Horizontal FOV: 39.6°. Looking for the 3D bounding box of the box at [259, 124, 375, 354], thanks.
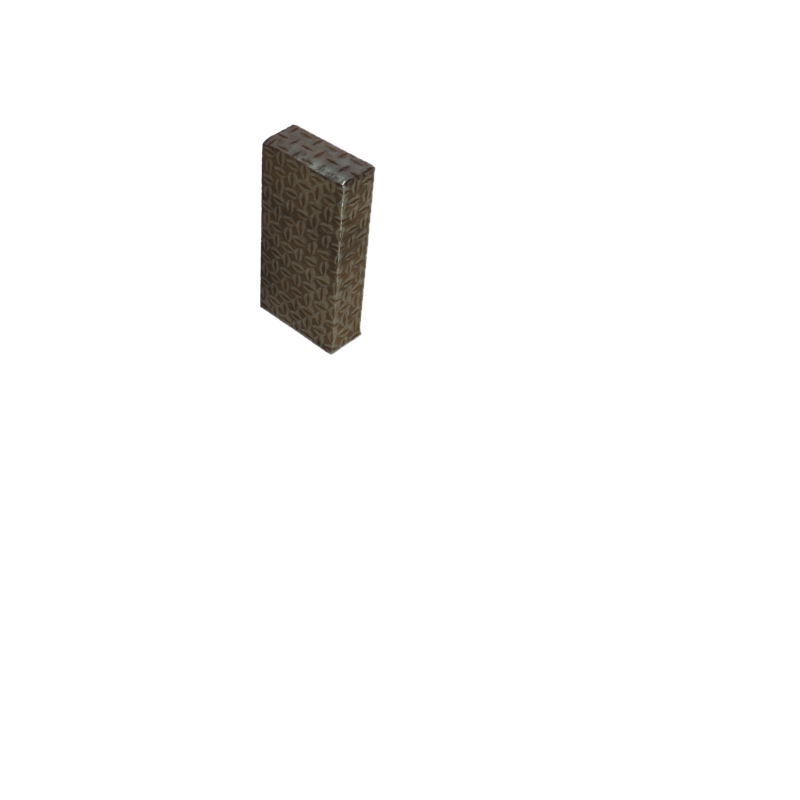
[{"bbox_3d":[-0.073,-0.132,0.927,0.099,0.164,0.048,33,49,30],"label":"box"}]
